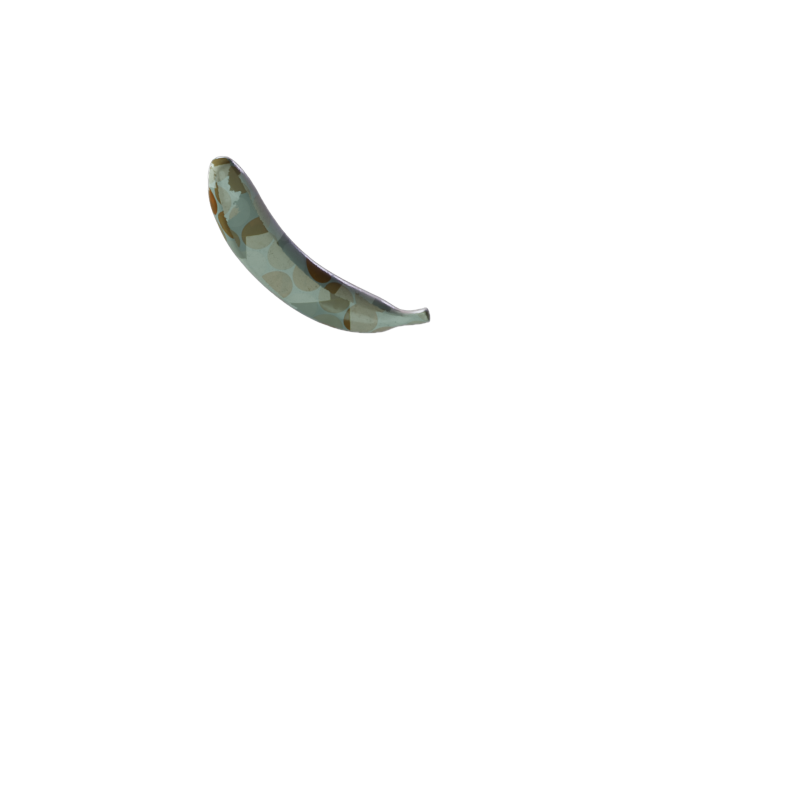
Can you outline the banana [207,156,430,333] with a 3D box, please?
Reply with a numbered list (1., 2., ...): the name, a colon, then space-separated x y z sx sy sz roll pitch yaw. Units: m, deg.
1. banana: -0.070 -0.098 0.776 0.187 0.039 0.068 34 -58 -26
